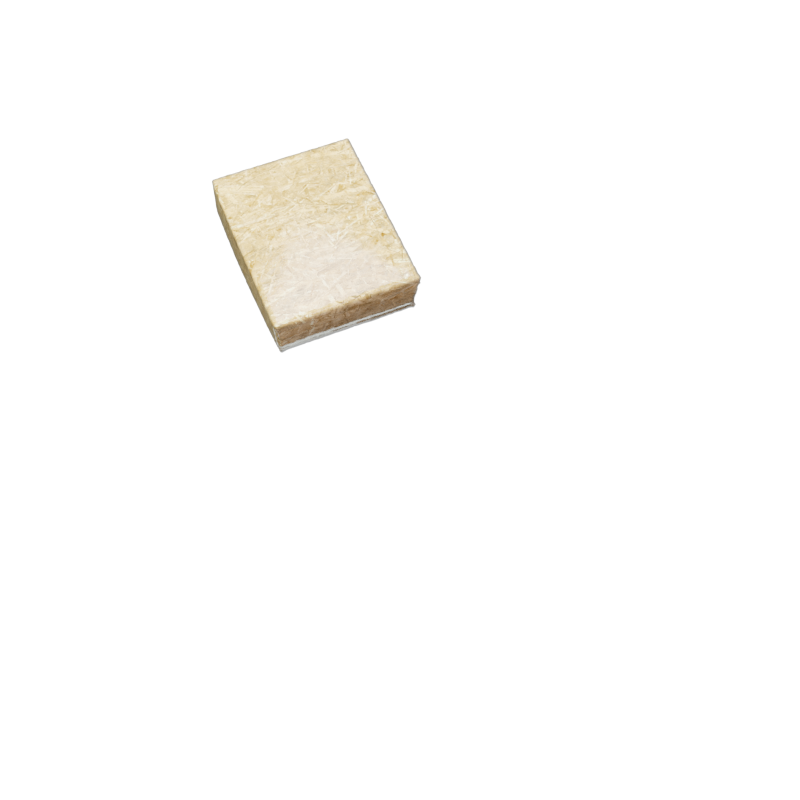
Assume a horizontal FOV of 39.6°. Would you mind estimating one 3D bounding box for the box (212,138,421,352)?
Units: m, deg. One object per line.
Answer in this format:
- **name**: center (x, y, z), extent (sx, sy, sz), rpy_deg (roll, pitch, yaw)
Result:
- **box**: center (-0.052, -0.094, 0.660), extent (0.089, 0.121, 0.037), rpy_deg (-20, -27, -11)
